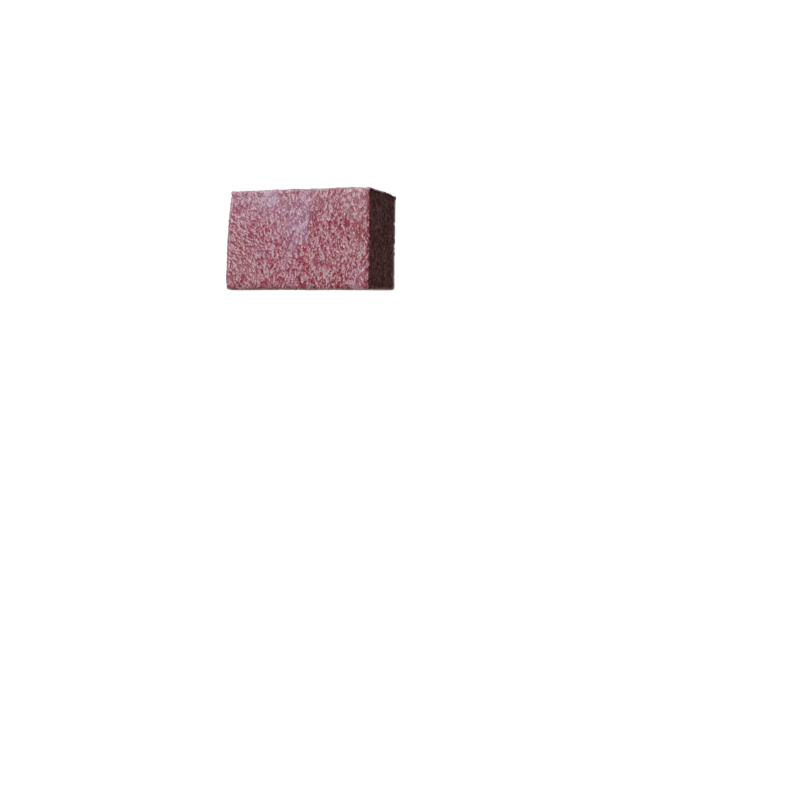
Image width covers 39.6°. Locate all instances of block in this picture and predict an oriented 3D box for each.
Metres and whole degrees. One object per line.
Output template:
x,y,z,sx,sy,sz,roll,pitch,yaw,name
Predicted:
-0.046,-0.083,0.582,0.080,0.051,0.051,1,2,18,block
